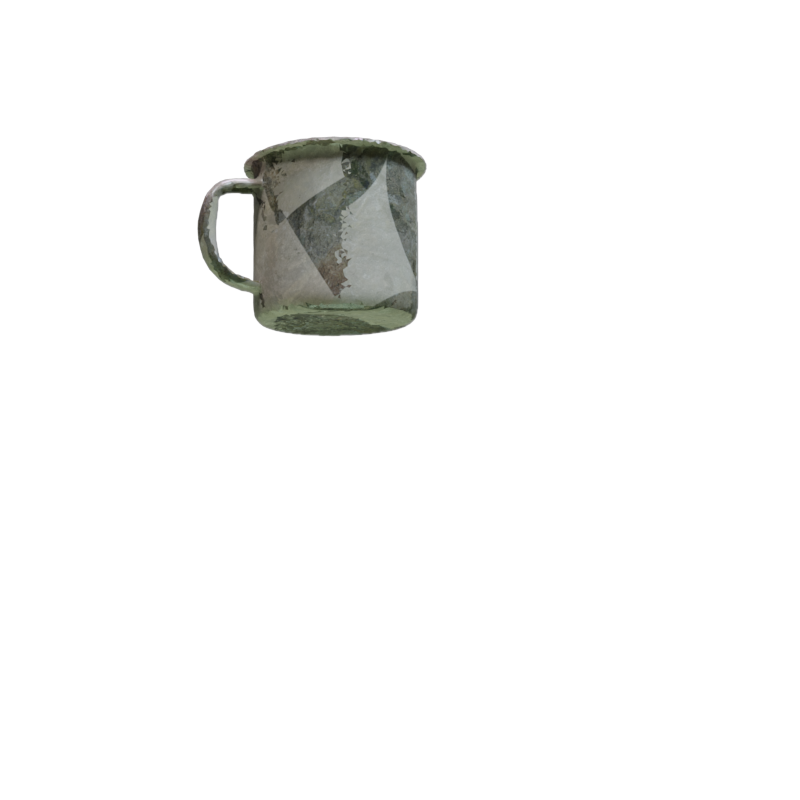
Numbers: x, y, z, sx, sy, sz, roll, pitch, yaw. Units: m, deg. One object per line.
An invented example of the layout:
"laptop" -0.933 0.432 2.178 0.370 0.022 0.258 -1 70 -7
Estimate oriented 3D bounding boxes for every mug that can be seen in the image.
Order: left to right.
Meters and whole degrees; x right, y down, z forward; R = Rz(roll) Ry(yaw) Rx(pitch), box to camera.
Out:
"mug" -0.043 -0.078 0.550 0.113 0.084 0.094 4 -11 -25
